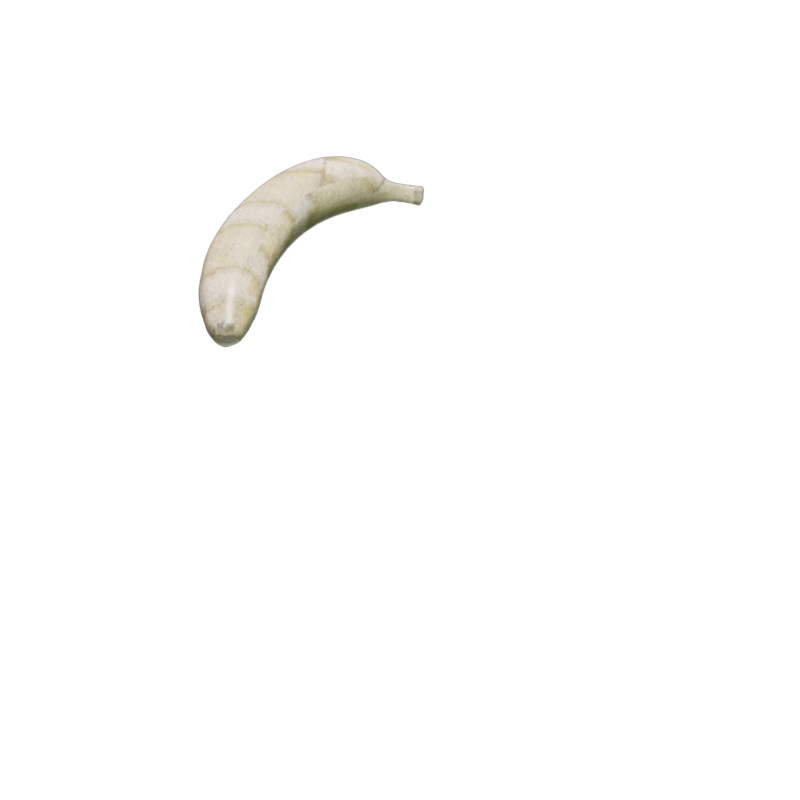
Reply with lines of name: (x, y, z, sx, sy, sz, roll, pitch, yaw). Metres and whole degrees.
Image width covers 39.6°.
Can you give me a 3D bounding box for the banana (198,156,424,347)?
banana: (-0.062, -0.097, 0.629, 0.073, 0.034, 0.201, 20, 42, 24)
